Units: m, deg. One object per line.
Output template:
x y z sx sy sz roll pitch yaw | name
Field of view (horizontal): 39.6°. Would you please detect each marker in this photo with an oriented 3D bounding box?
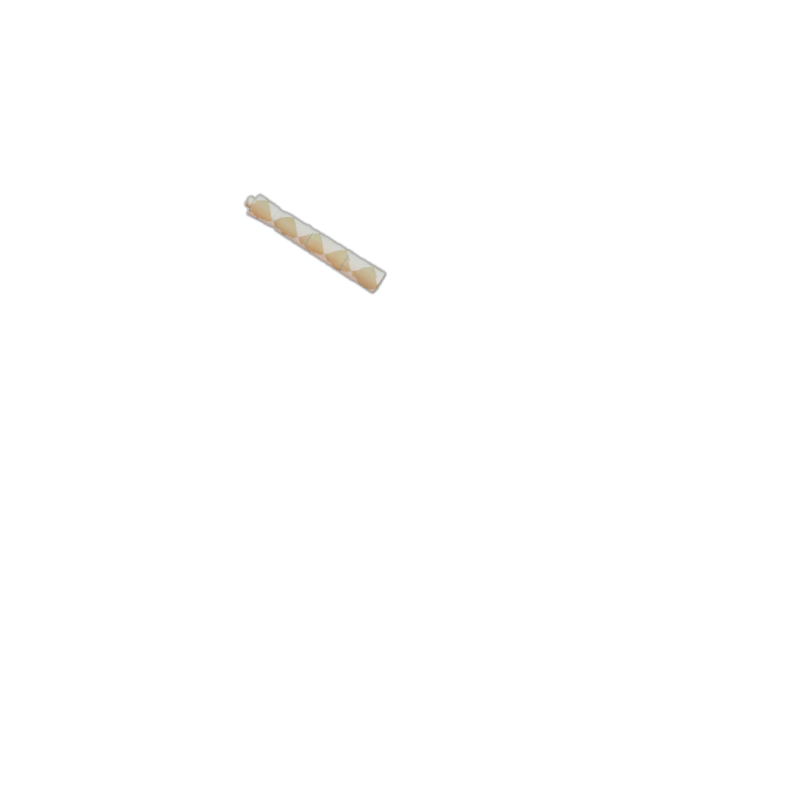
-0.066 -0.121 0.848 0.124 0.020 0.019 33 8 9 | marker
